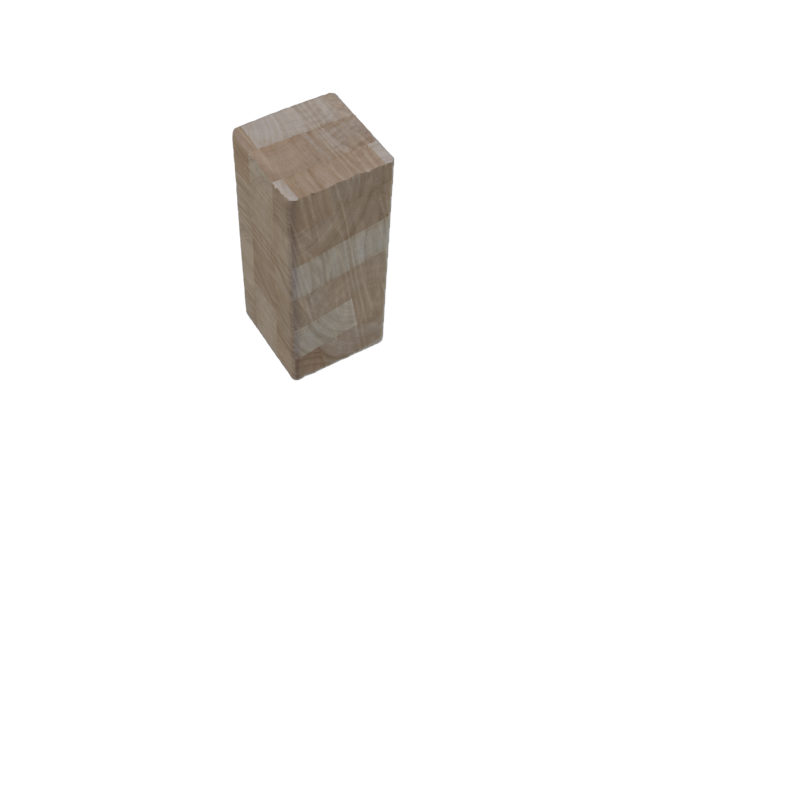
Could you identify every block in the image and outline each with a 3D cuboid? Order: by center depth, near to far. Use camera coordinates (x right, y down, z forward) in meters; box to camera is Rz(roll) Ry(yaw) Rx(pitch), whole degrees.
[{"bbox_3d":[-0.069,-0.124,0.869,0.090,0.098,0.192,-24,-33,-21],"label":"block"}]
